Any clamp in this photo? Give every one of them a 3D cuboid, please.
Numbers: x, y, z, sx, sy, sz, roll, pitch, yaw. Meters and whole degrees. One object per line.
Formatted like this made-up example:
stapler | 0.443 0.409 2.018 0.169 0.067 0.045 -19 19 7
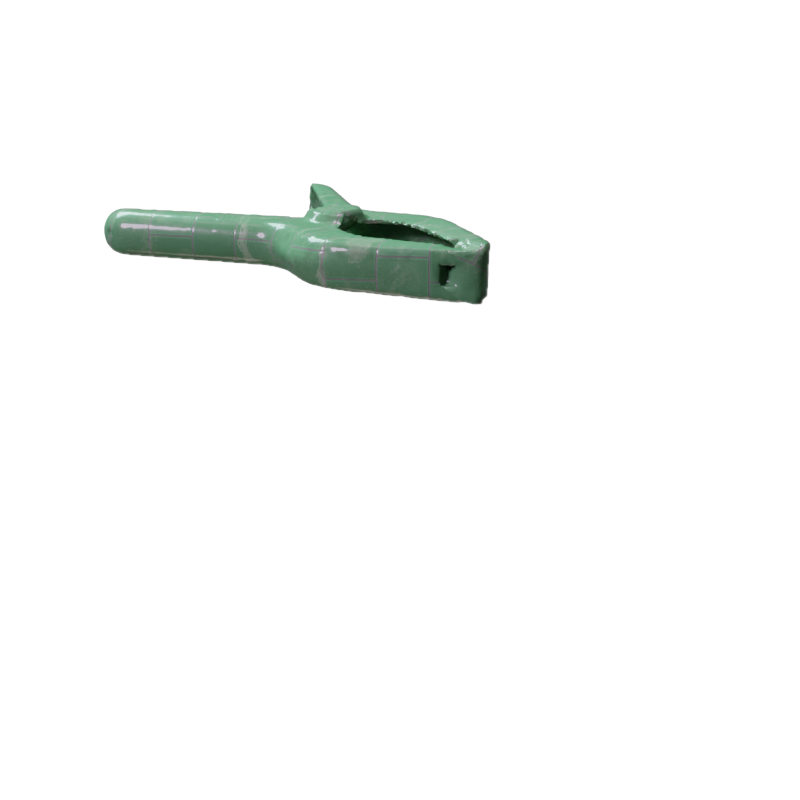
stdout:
clamp | -0.046 -0.083 0.585 0.161 0.035 0.223 -15 25 -35
